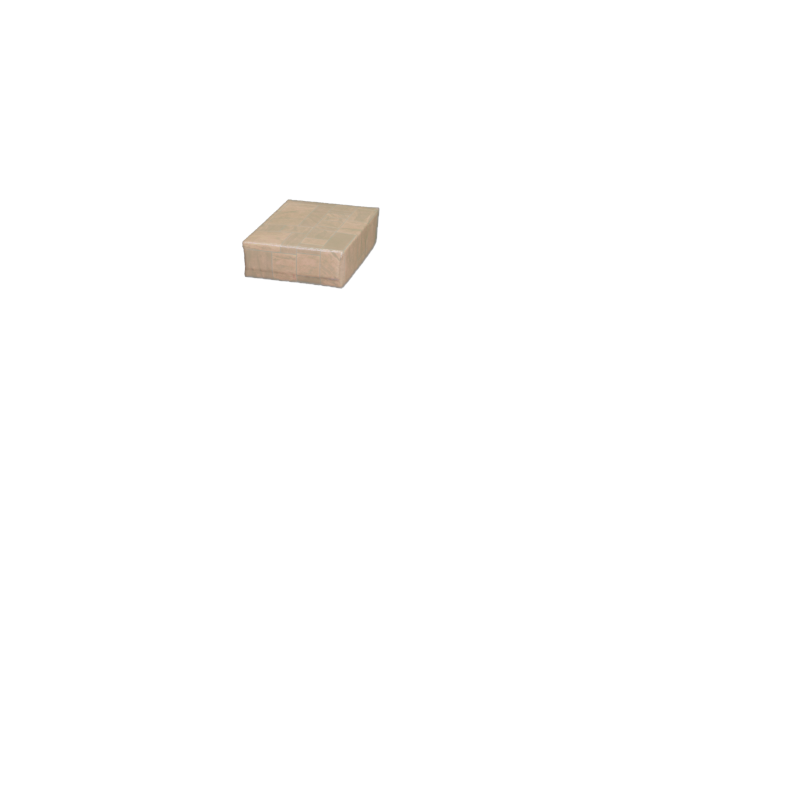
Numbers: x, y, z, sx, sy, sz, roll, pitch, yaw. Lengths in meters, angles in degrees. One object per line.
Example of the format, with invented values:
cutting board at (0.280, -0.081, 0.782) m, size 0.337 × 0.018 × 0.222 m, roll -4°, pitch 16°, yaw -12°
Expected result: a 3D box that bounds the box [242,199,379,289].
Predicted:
box at (-0.076, -0.138, 0.967) m, size 0.092 × 0.037 × 0.117 m, roll 8°, pitch 28°, yaw 15°
